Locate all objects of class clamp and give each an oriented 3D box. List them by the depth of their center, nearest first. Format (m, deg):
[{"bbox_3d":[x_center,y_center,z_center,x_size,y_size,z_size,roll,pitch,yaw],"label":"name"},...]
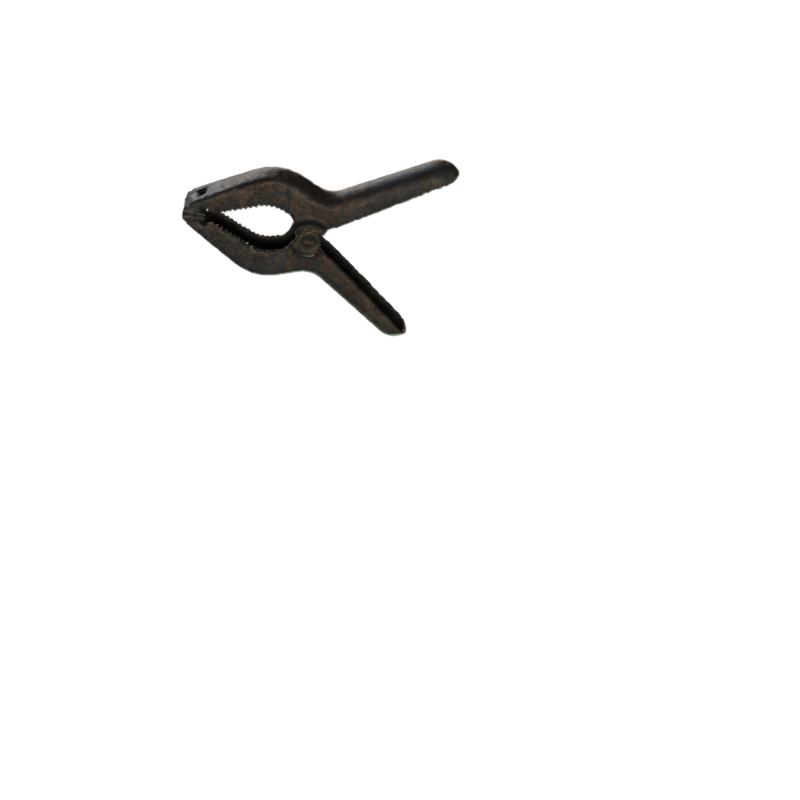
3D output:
[{"bbox_3d":[-0.069,-0.127,0.887,0.209,0.155,0.039,6,33,-4],"label":"clamp"}]
